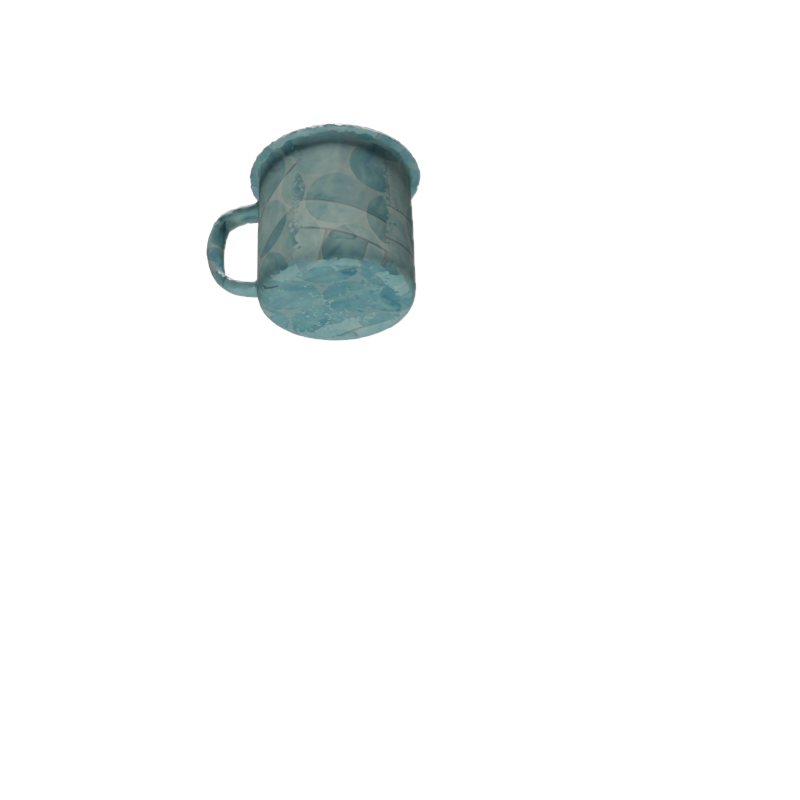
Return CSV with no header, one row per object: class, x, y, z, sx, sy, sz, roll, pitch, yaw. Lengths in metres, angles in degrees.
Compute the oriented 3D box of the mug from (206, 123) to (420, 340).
mug,-0.046,-0.084,0.586,0.118,0.087,0.086,-6,-31,8
